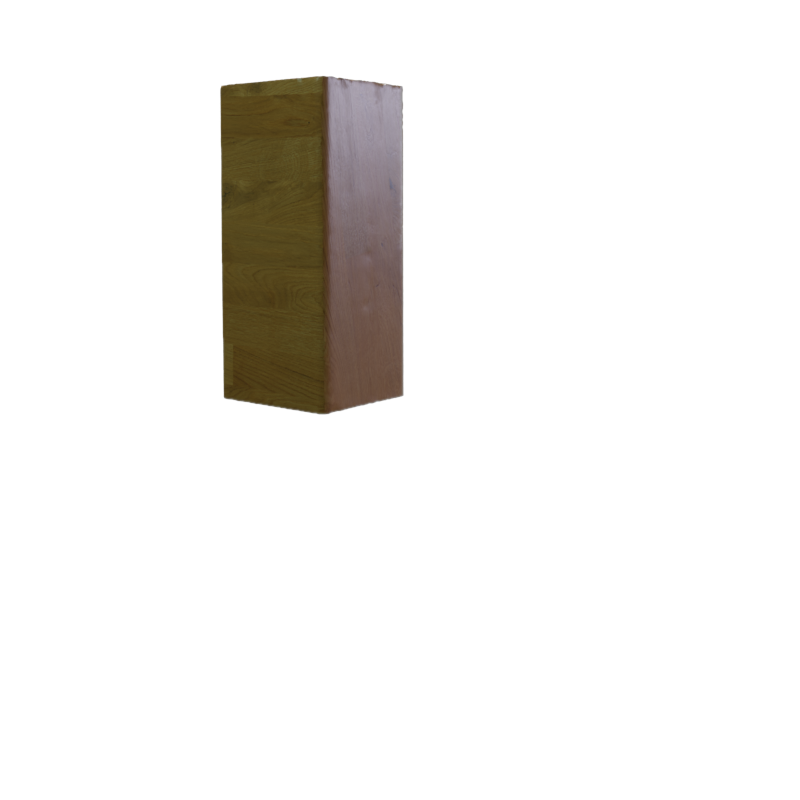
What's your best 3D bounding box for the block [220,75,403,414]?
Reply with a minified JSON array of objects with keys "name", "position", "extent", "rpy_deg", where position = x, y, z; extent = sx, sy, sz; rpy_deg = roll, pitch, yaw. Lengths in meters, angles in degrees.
[{"name":"block","position":[-0.058,-0.105,0.732],"extent":[0.094,0.205,0.087],"rpy_deg":[3,5,37]}]
